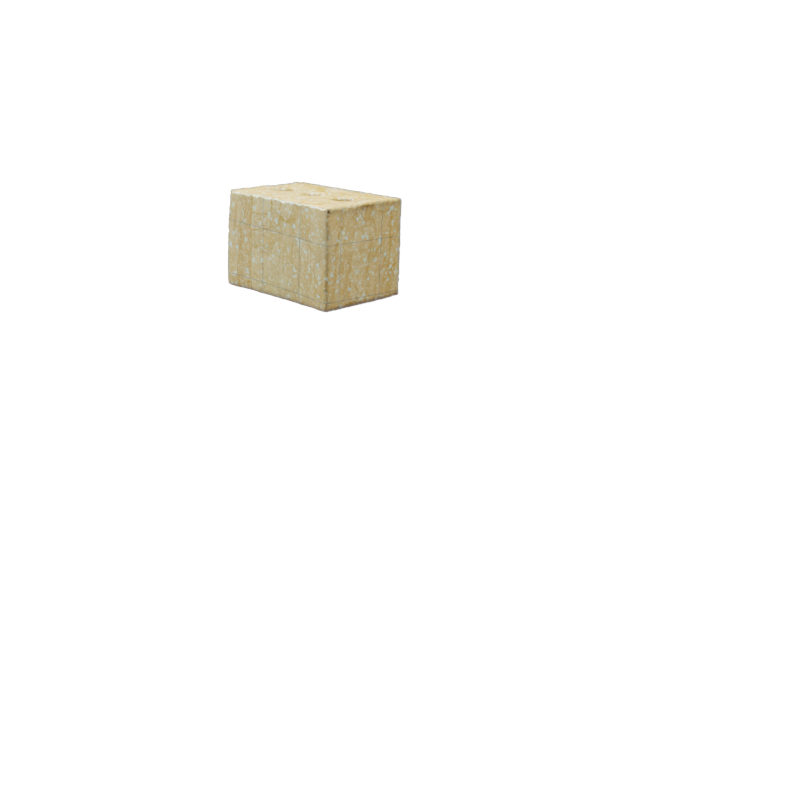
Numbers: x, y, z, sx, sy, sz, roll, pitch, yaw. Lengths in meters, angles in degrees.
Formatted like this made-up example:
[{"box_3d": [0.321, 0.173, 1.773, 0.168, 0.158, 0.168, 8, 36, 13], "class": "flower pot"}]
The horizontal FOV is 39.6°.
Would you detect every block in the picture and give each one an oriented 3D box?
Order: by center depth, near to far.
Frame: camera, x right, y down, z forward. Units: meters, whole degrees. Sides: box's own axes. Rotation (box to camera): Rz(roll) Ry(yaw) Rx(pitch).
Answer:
[{"box_3d": [-0.044, -0.081, 0.566, 0.052, 0.050, 0.082, -14, 22, -42], "class": "block"}]
